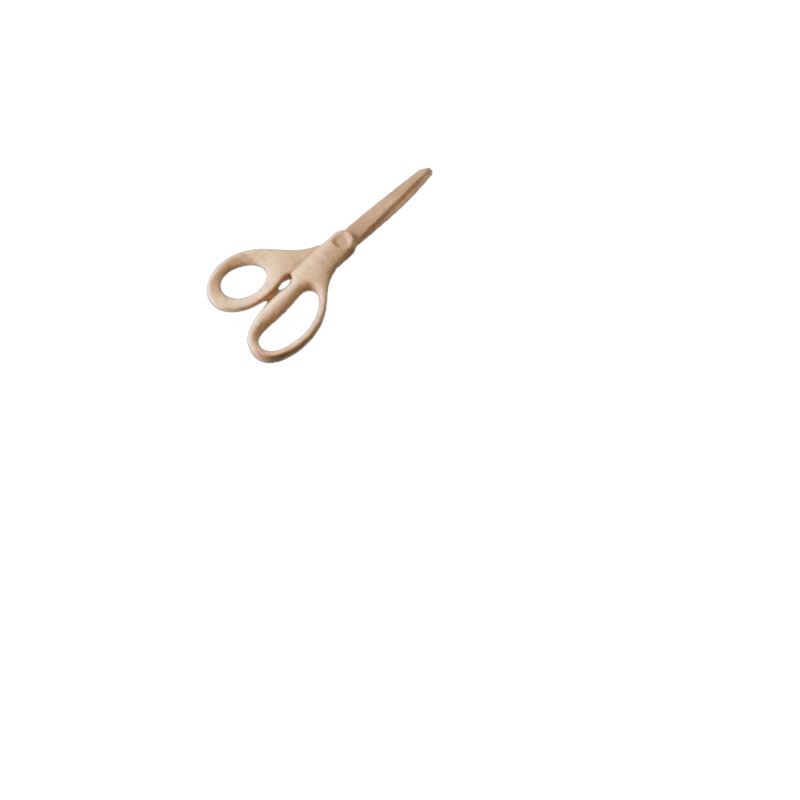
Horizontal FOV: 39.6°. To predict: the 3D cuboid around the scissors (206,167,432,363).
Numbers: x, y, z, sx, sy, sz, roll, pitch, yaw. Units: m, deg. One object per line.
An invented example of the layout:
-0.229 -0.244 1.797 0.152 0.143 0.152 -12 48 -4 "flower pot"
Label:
-0.063 -0.115 0.804 0.099 0.208 0.015 23 -29 14 "scissors"
